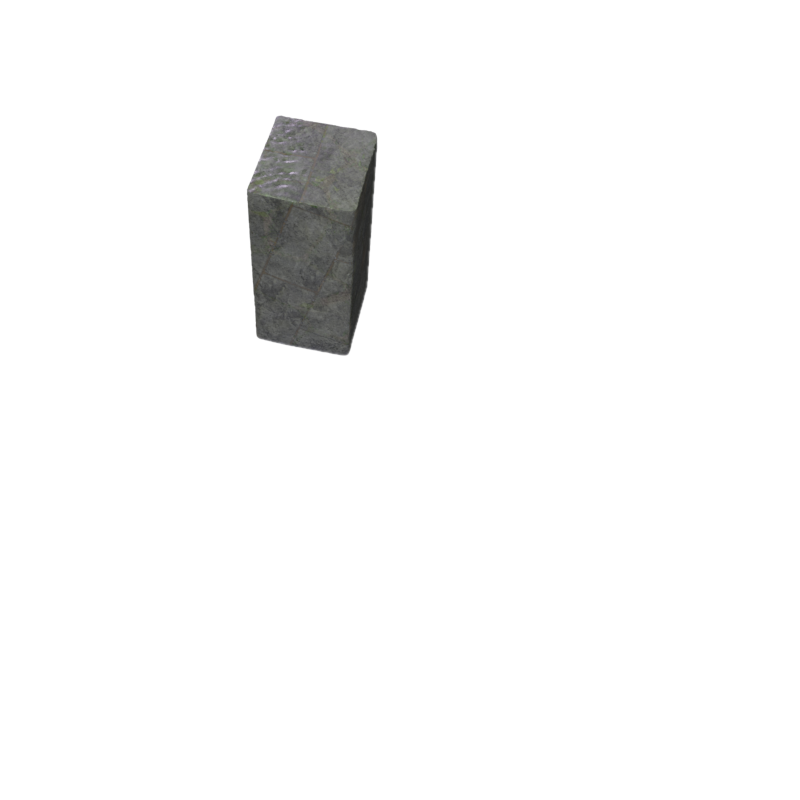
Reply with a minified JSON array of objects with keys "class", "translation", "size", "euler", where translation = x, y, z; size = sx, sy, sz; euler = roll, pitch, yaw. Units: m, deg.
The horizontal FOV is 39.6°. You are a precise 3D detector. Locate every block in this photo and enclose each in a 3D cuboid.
[{"class":"block","translation":[-0.075,-0.138,0.968],"size":[0.091,0.096,0.193],"euler":[12,-34,5]}]
